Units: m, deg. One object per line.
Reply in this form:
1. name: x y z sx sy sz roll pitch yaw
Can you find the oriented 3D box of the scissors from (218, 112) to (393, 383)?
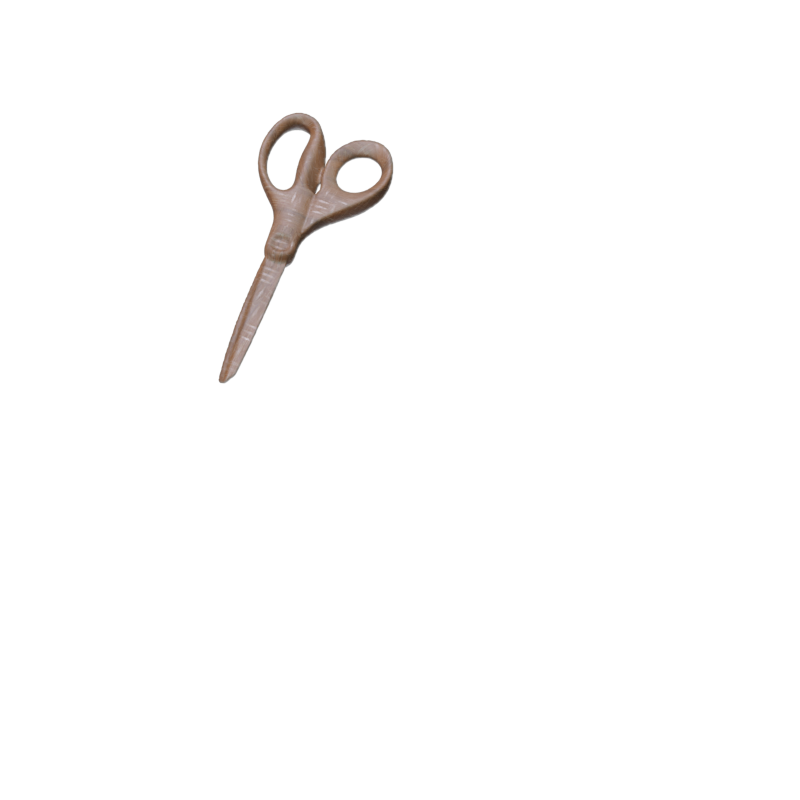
1. scissors: -0.053 -0.097 0.677 0.096 0.215 0.015 1 -33 0
